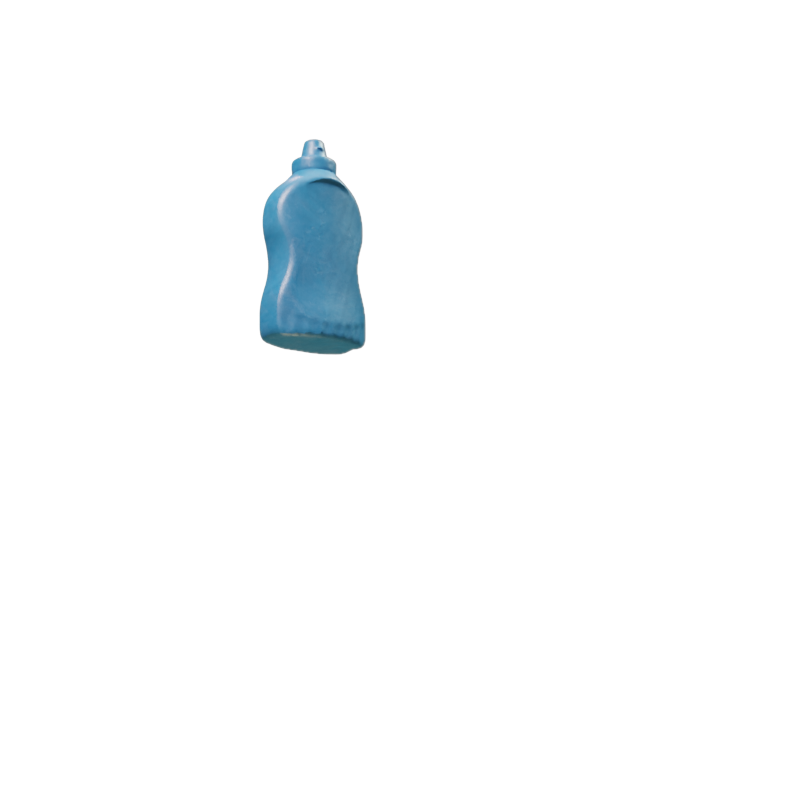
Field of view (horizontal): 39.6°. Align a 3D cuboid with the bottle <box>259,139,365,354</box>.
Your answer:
[{"bbox_3d":[-0.077,-0.141,0.988,0.092,0.200,0.059,10,-21,-33],"label":"bottle"}]
